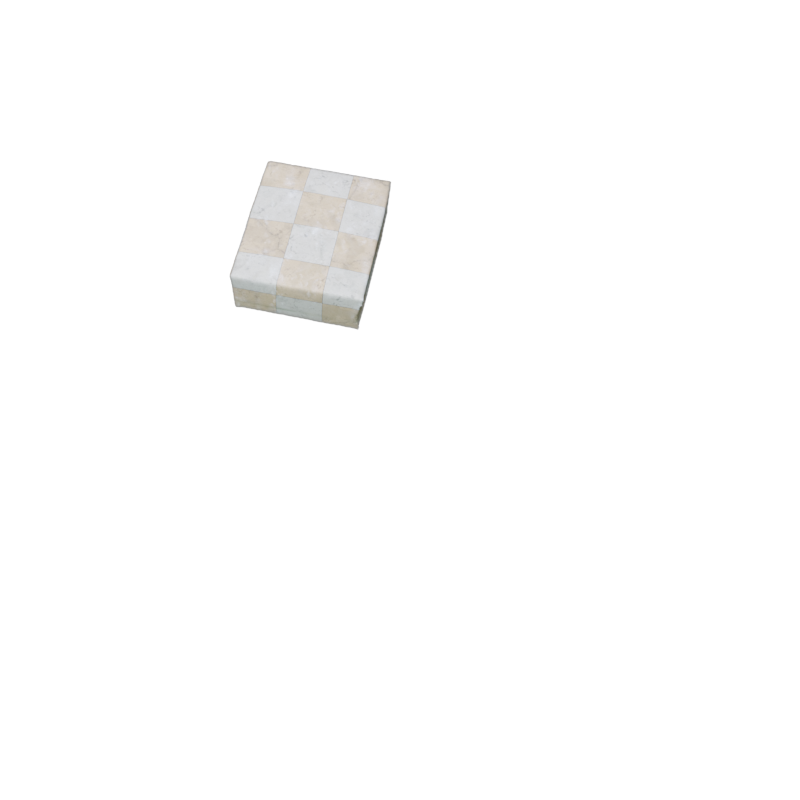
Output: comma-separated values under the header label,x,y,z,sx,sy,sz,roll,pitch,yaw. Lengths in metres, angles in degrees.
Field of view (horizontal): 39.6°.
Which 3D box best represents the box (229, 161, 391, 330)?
label,x,y,z,sx,sy,sz,roll,pitch,yaw
box,-0.060,-0.109,0.761,0.091,0.120,0.036,9,-35,5
